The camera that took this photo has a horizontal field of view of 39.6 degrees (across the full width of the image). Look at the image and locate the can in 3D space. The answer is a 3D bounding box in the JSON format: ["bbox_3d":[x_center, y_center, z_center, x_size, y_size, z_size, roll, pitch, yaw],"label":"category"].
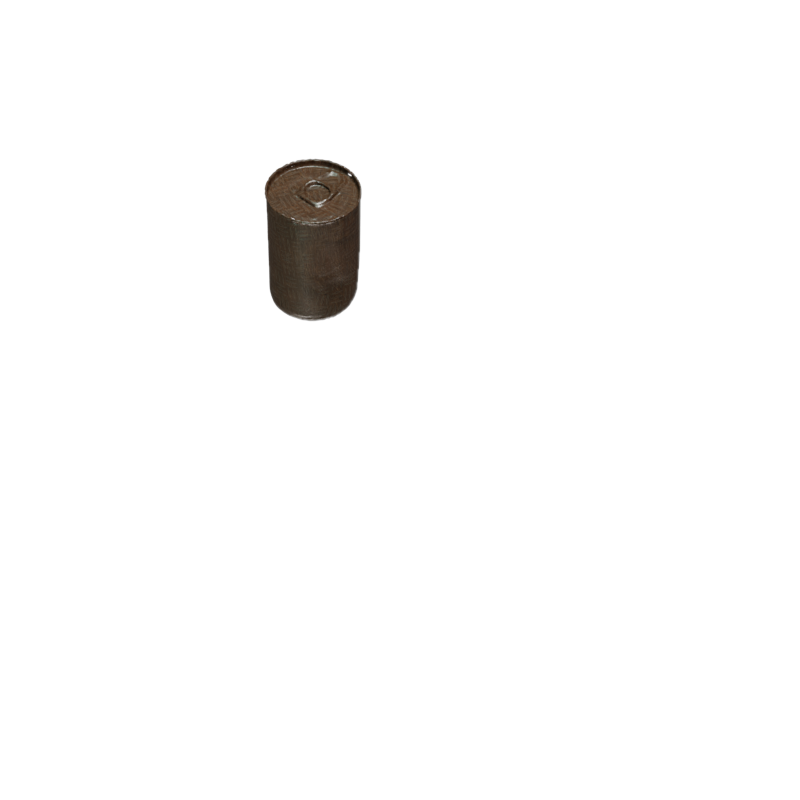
[{"bbox_3d":[-0.063,-0.115,0.808,0.068,0.074,0.095,0,-42,-3],"label":"can"}]
